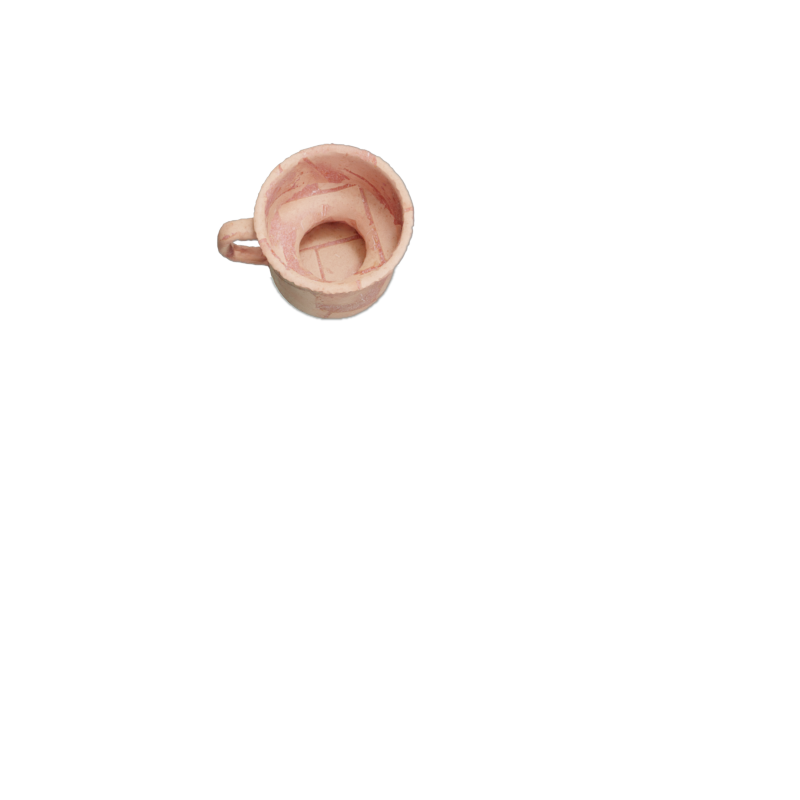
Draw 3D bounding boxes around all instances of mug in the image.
[{"bbox_3d":[-0.053,-0.097,0.677,0.117,0.098,0.078,-5,-17,-3],"label":"mug"}]
